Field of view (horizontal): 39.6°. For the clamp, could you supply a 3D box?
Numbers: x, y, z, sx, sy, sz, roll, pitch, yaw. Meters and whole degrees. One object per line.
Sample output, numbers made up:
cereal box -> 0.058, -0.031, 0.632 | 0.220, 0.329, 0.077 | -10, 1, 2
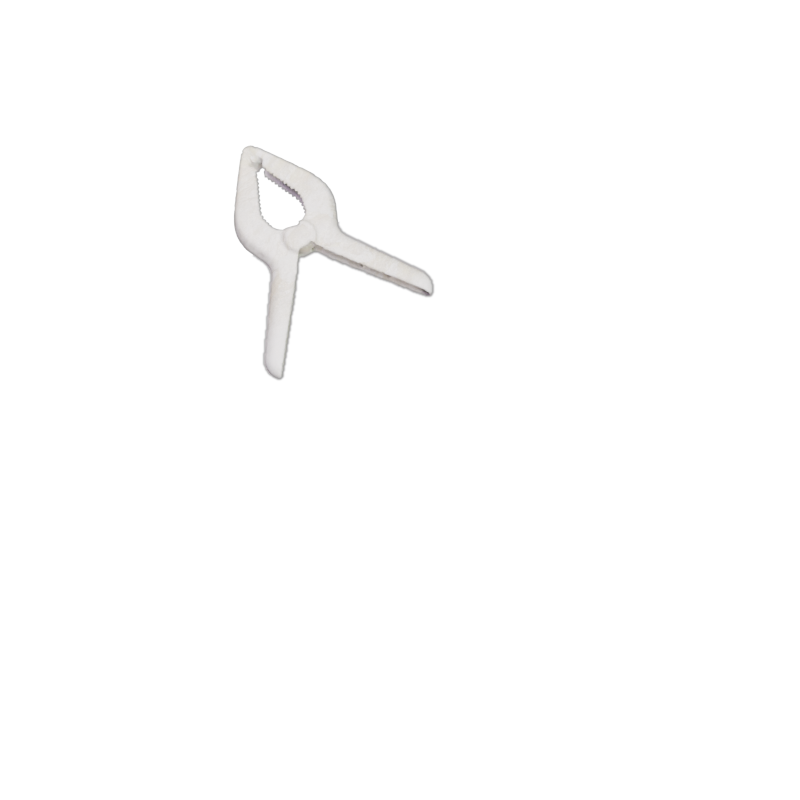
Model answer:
clamp -> -0.078, -0.142, 0.998 | 0.164, 0.220, 0.035 | -22, -17, -7
